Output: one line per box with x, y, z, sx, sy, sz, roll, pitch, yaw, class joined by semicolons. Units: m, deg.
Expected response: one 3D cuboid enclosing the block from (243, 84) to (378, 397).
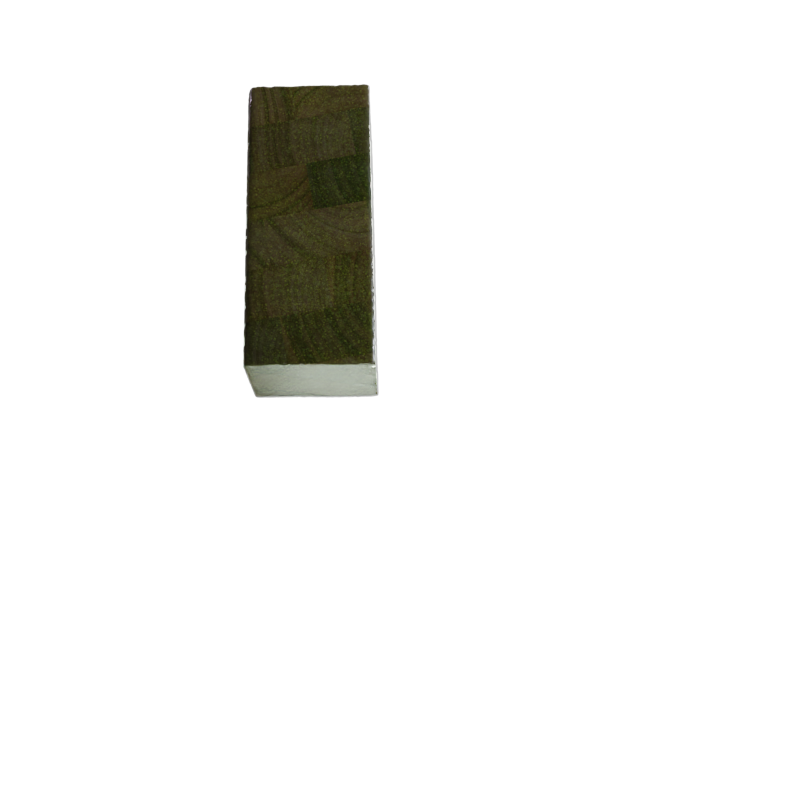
-0.063;-0.113;0.794;0.090;0.216;0.086;-2;-20;0;block
